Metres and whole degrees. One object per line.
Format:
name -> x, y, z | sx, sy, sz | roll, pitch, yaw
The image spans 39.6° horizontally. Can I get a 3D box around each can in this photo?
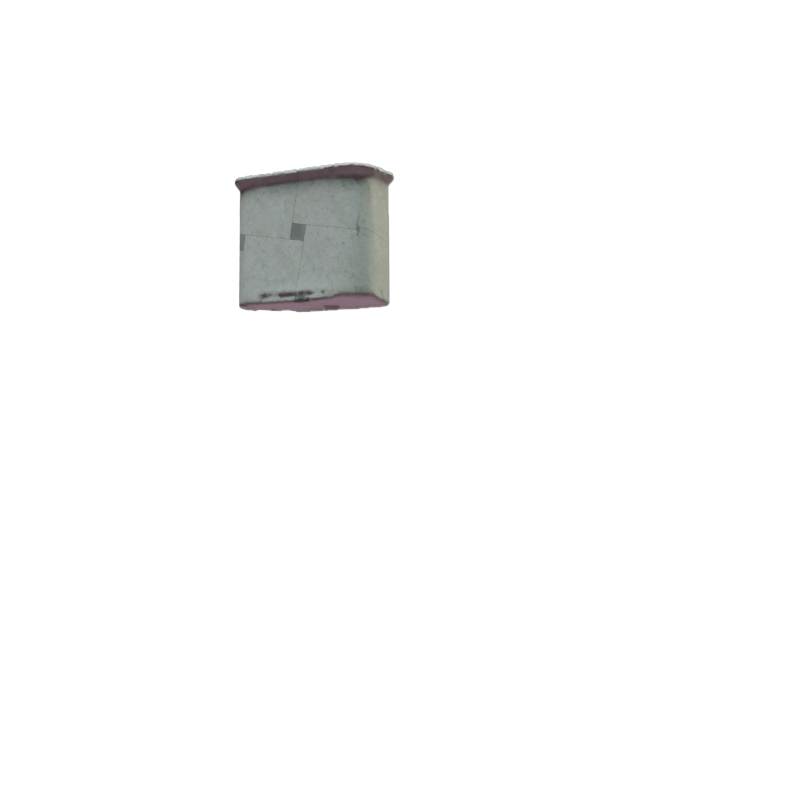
can -> -0.055, -0.101, 0.706 | 0.105, 0.086, 0.055 | -3, -8, 29
